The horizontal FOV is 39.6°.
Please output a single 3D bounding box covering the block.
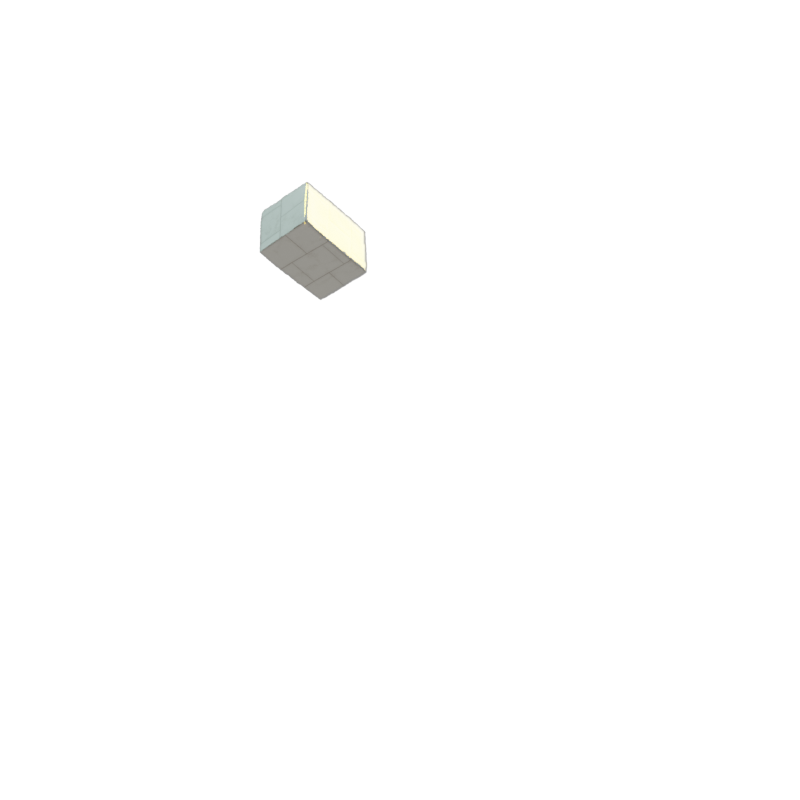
[{"bbox_3d":[-0.072,-0.131,0.916,0.052,0.055,0.073,-30,-50,27],"label":"block"}]
